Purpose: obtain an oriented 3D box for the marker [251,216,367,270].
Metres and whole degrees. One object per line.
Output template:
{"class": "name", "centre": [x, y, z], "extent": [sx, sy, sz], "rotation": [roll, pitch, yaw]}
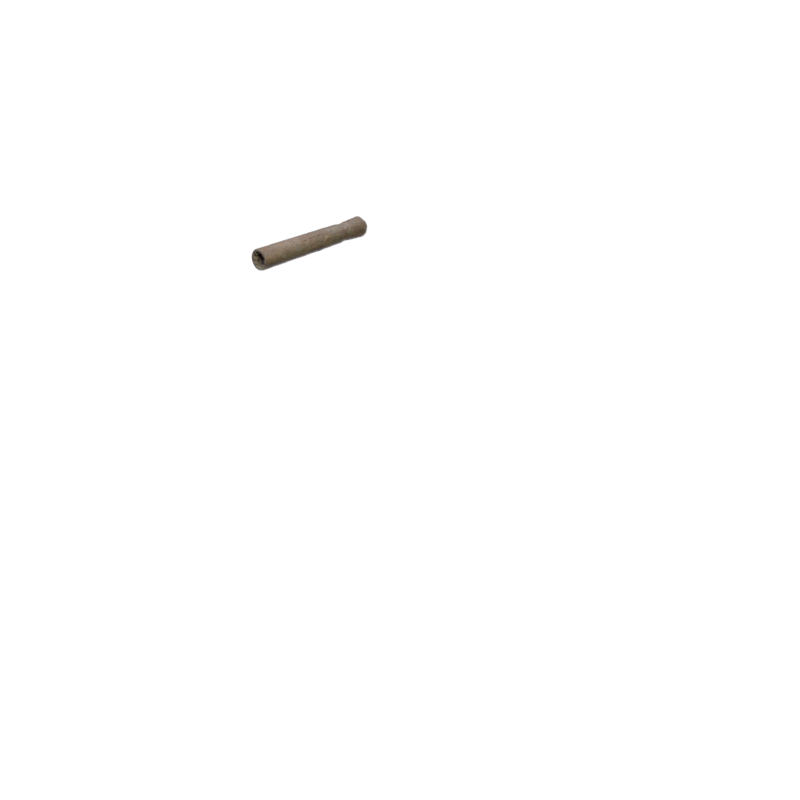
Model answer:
{"class": "marker", "centre": [-0.073, -0.134, 0.937], "extent": [0.120, 0.019, 0.021], "rotation": [-26, 20, -39]}
